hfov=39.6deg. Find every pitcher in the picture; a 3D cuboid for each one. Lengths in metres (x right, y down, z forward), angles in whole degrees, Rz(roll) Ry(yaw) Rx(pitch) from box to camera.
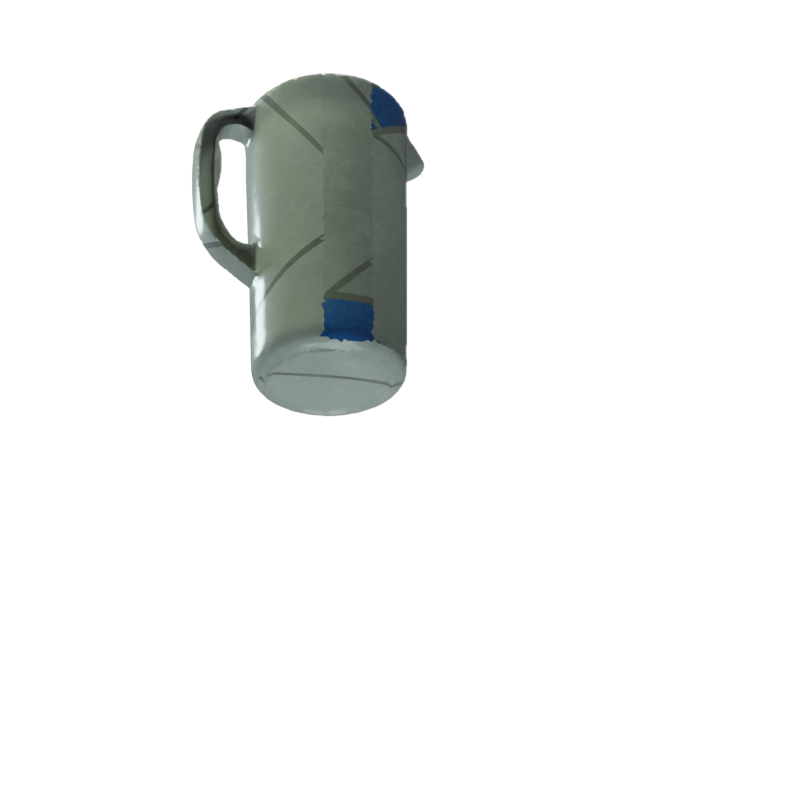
[{"bbox_3d":[-0.065,-0.118,0.830,0.151,0.260,0.134,-15,-36,18],"label":"pitcher"}]
